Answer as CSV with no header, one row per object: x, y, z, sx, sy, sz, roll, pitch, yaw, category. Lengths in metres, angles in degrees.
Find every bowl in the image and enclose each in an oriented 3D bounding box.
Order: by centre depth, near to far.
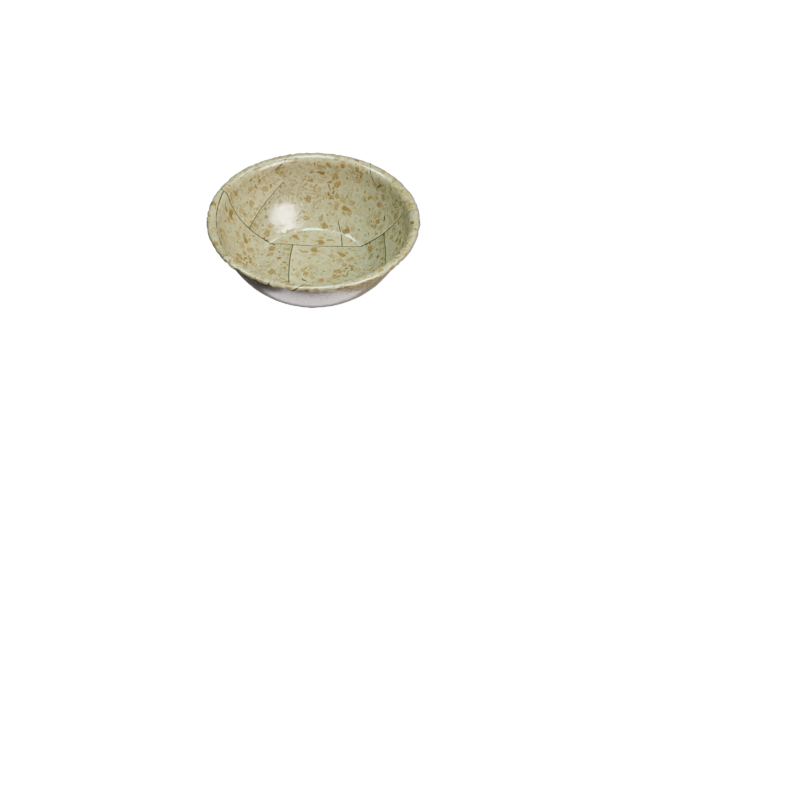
-0.067,-0.122,0.856,0.162,0.174,0.051,-1,-44,-1,bowl
